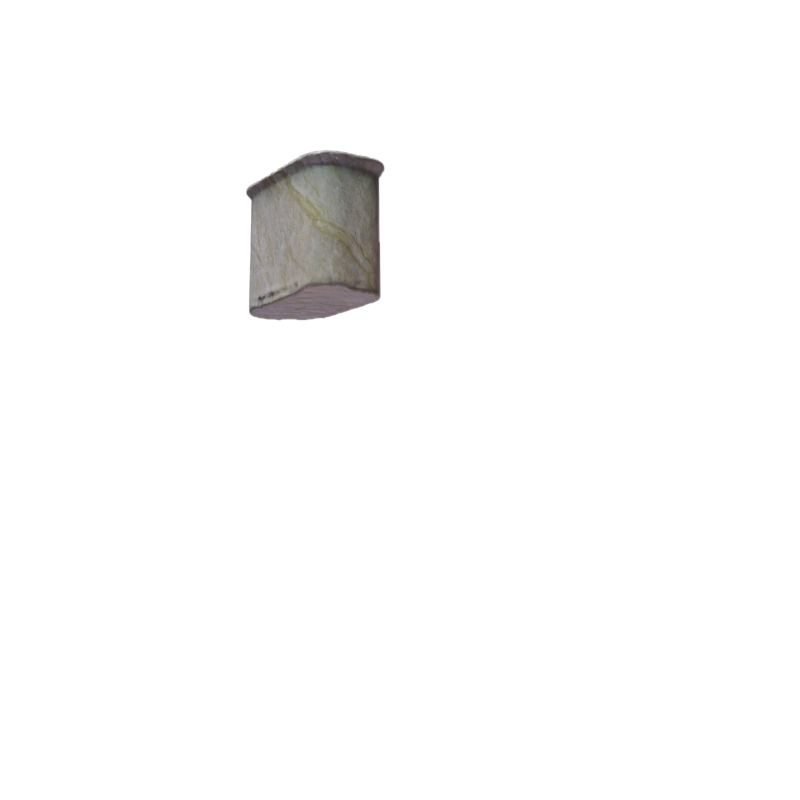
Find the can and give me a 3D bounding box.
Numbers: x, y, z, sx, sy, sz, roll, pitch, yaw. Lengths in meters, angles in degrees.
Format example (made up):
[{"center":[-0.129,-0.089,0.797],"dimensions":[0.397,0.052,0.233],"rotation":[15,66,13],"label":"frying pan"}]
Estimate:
[{"center":[-0.054,-0.098,0.689],"dimensions":[0.055,0.087,0.103],"rotation":[8,-14,-33],"label":"can"}]
